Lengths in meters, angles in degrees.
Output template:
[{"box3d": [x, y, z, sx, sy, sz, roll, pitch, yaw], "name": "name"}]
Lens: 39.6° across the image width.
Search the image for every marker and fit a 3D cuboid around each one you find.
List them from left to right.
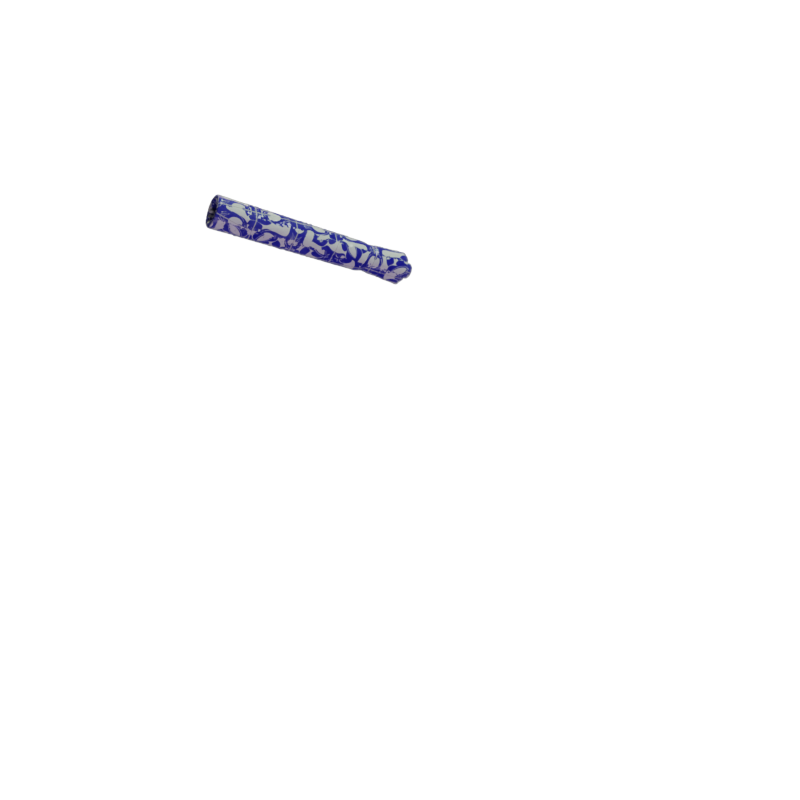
[{"box3d": [-0.048, -0.087, 0.612, 0.116, 0.020, 0.020, 14, -2, -21], "name": "marker"}]
